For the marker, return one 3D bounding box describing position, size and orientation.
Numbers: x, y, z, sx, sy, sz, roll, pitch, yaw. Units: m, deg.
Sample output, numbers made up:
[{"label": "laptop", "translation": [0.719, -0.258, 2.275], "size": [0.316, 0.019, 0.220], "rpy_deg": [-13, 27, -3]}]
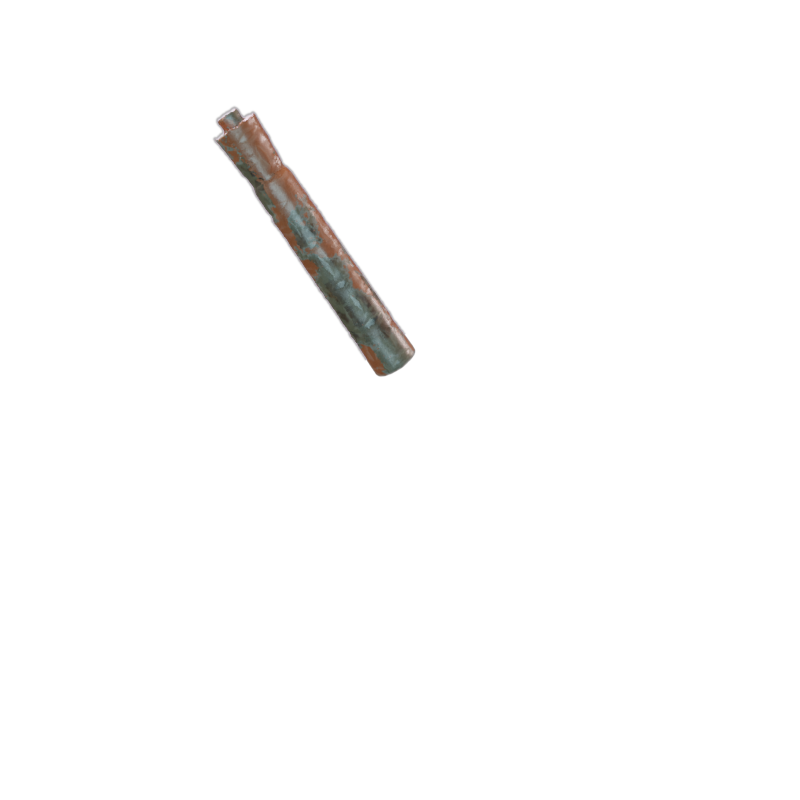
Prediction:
[{"label": "marker", "translation": [-0.034, -0.062, 0.437], "size": [0.020, 0.118, 0.020], "rpy_deg": [-33, 10, 7]}]
